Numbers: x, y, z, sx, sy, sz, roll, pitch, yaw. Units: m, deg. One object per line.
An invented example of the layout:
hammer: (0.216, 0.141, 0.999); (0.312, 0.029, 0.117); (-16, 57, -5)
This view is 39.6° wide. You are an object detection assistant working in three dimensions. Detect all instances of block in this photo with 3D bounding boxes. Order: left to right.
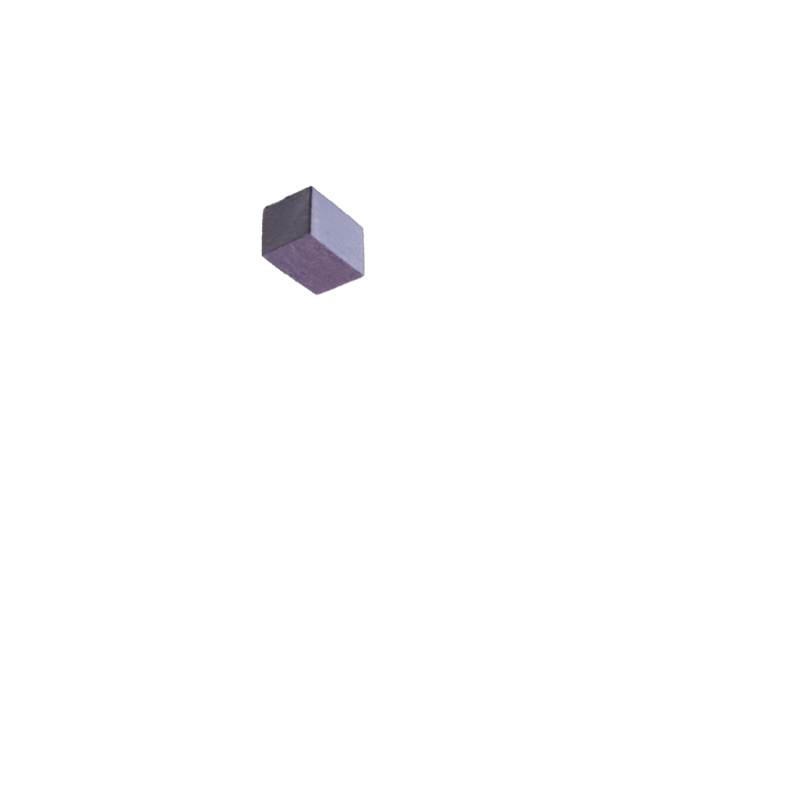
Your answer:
block: (-0.072, -0.132, 0.926); (0.053, 0.055, 0.072); (-21, -36, 29)
